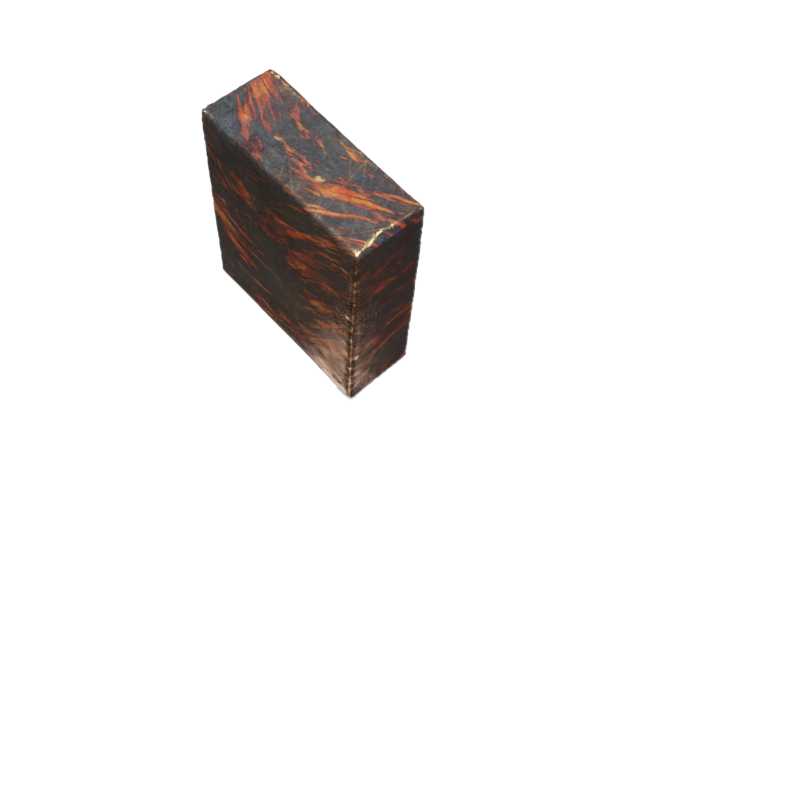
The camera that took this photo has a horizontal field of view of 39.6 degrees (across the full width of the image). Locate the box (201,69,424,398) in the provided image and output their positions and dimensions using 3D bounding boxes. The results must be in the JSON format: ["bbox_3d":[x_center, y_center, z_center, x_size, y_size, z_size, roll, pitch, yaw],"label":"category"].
[{"bbox_3d":[-0.065,-0.118,0.828,0.072,0.173,0.201,-37,-21,-20],"label":"box"}]
